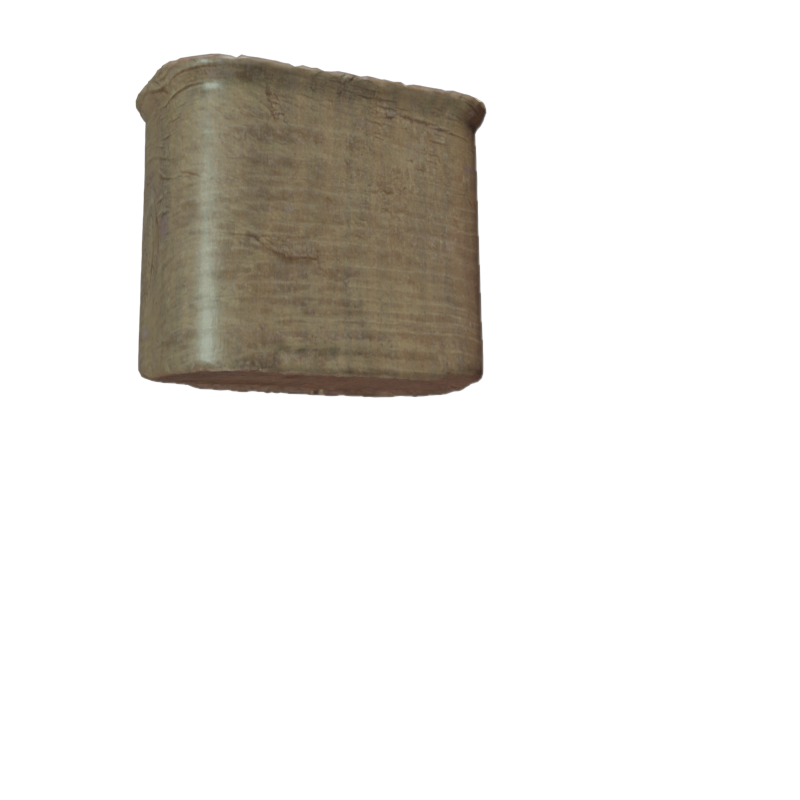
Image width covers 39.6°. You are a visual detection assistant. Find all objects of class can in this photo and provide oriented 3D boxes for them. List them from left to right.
[{"bbox_3d":[-0.025,-0.046,0.321,0.098,0.086,0.058,4,-11,-26],"label":"can"}]
